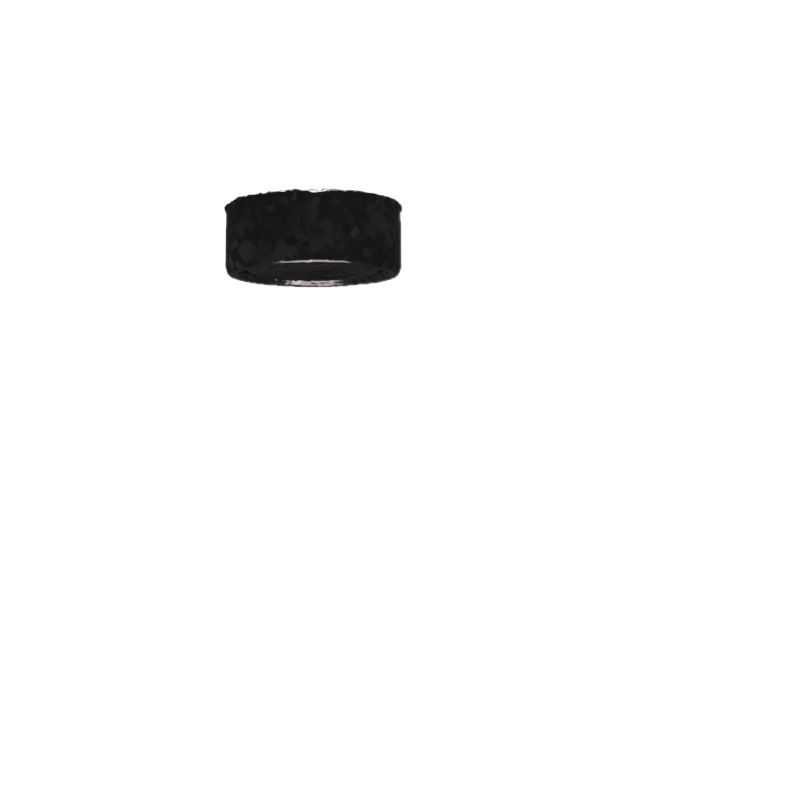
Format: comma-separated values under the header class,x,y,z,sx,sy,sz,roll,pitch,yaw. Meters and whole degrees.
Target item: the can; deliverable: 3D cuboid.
class,x,y,z,sx,sy,sz,roll,pitch,yaw
can,-0.042,-0.076,0.533,0.086,0.034,0.085,0,-3,-2
